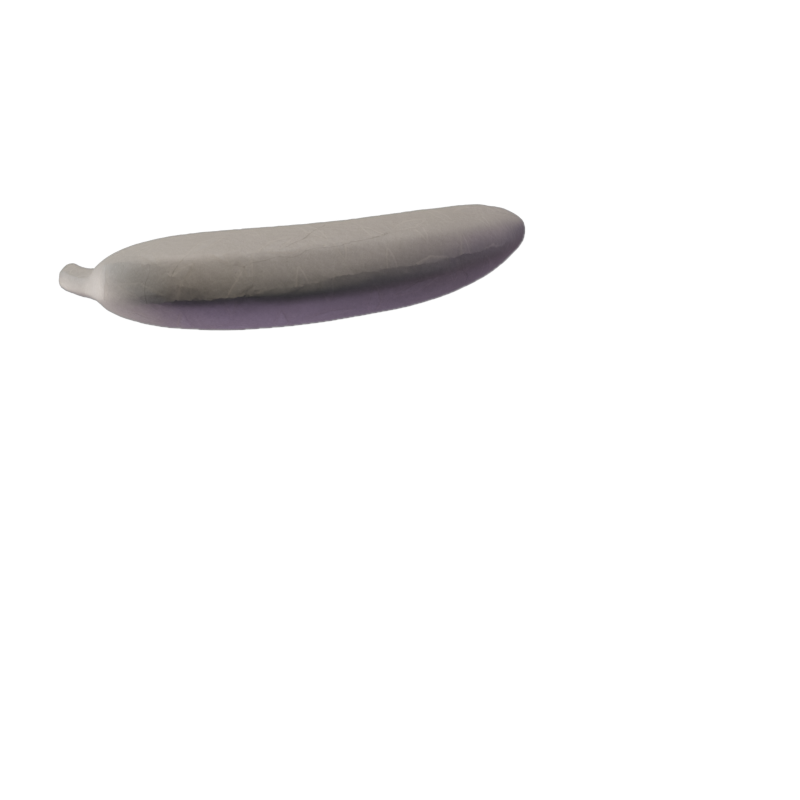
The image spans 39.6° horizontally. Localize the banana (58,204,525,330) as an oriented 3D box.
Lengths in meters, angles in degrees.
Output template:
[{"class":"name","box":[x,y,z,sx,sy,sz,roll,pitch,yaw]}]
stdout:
[{"class":"banana","box":[-0.034,-0.056,0.436,0.195,0.035,0.074,-6,27,-12]}]
